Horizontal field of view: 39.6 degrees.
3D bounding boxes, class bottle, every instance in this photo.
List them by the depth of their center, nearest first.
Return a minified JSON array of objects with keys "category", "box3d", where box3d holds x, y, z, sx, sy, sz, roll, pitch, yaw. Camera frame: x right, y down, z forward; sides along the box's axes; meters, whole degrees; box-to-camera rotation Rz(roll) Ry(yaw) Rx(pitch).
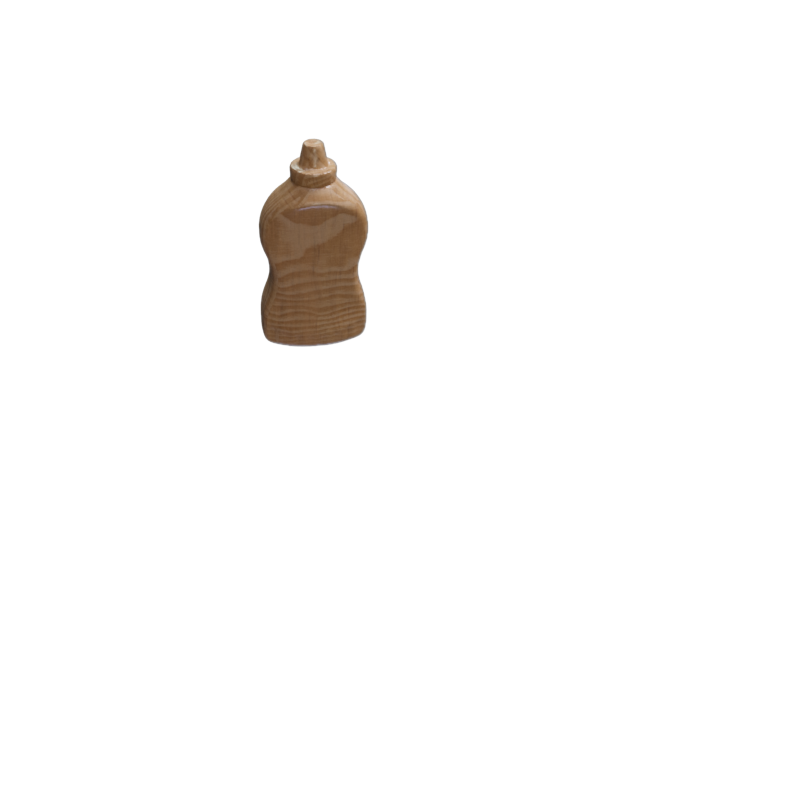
[{"category":"bottle","box3d":[-0.077,-0.141,0.984,0.095,0.180,0.063,-3,32,-7]}]
